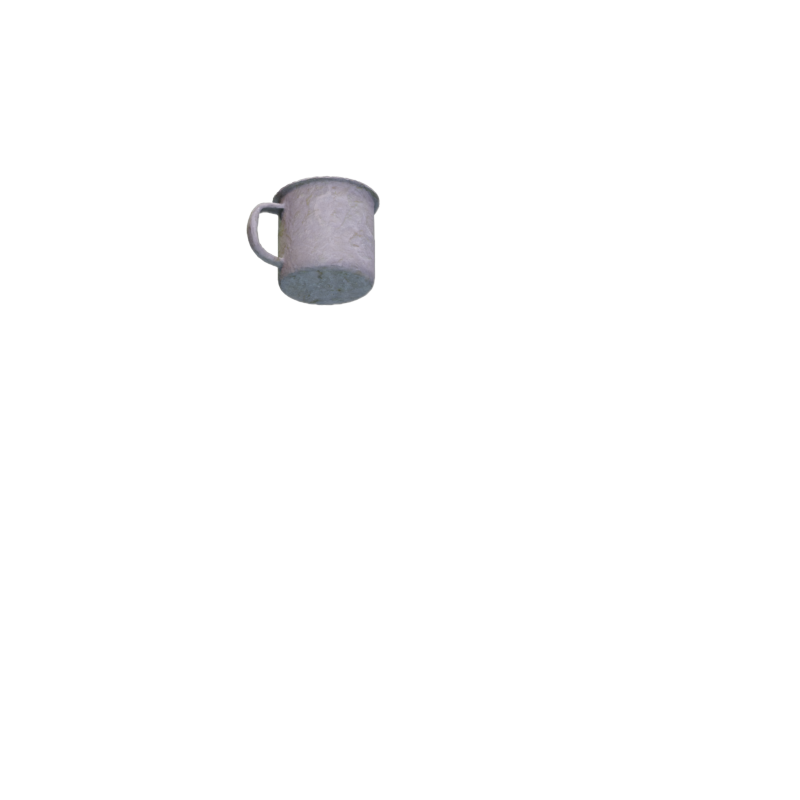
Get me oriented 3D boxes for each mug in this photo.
[{"bbox_3d":[-0.073,-0.133,0.934,0.113,0.086,0.092,10,-25,-25],"label":"mug"}]
